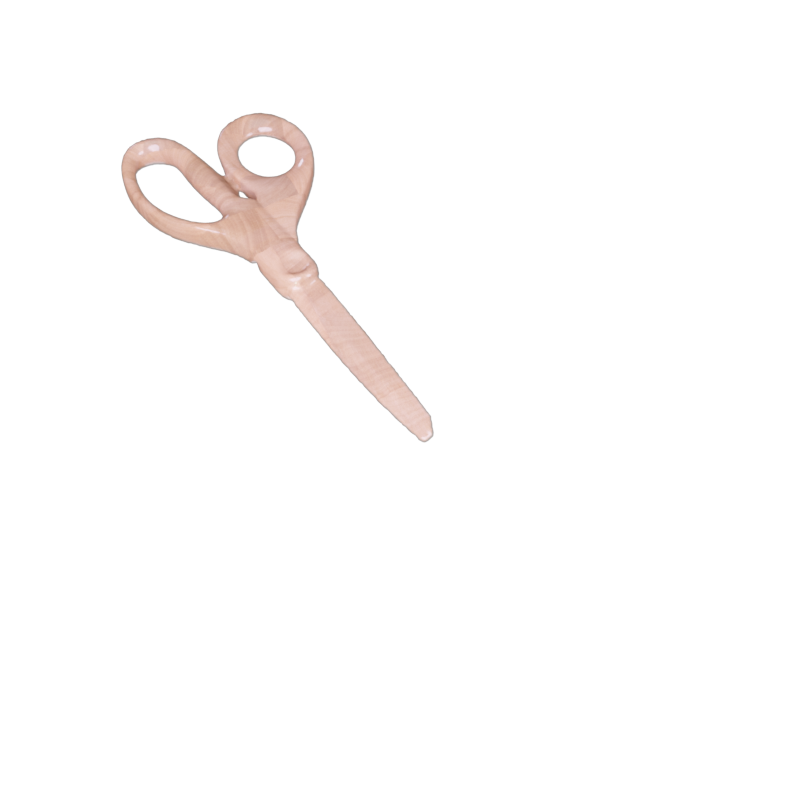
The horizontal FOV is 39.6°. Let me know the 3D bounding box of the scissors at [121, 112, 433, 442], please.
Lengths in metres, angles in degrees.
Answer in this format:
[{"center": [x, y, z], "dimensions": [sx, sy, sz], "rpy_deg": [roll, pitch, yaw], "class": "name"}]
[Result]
[{"center": [-0.037, -0.068, 0.479], "dimensions": [0.214, 0.015, 0.097], "rpy_deg": [35, 58, 26], "class": "scissors"}]
